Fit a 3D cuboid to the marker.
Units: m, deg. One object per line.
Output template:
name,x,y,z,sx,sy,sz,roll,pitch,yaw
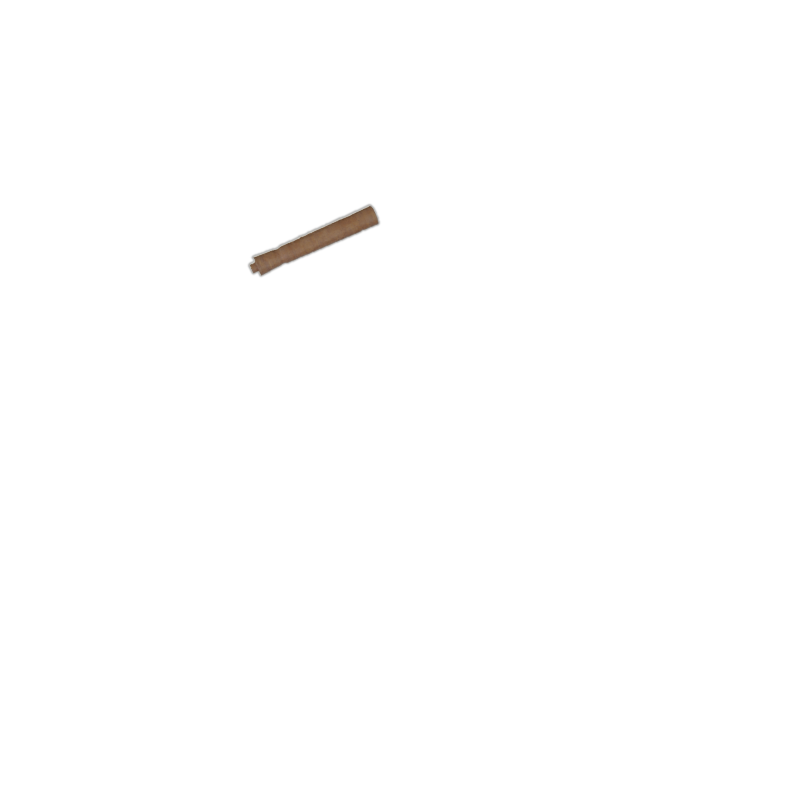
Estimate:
marker,-0.077,-0.140,0.983,0.121,0.020,0.020,-24,7,-5
